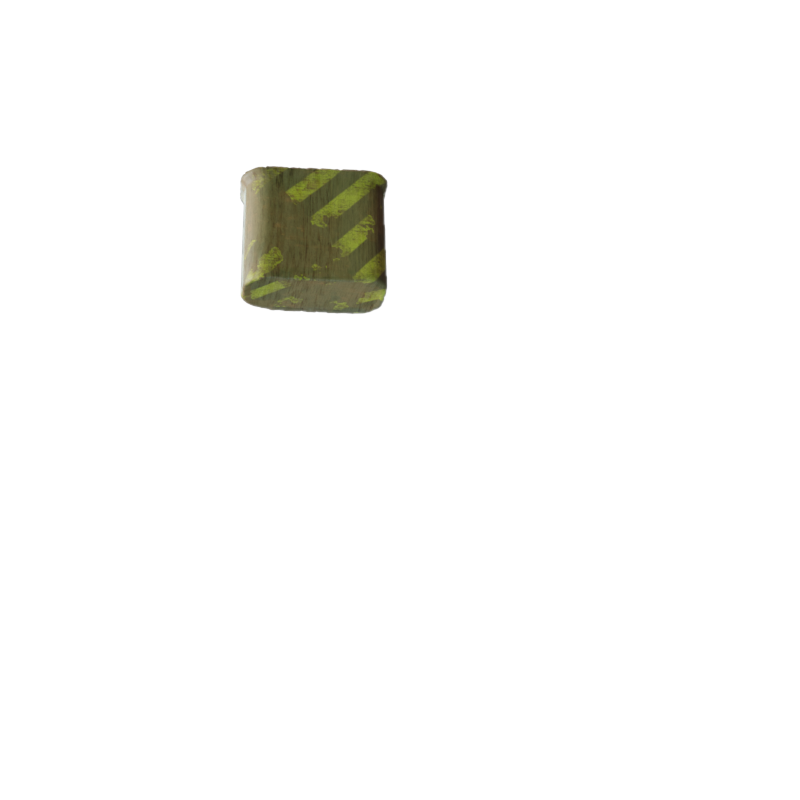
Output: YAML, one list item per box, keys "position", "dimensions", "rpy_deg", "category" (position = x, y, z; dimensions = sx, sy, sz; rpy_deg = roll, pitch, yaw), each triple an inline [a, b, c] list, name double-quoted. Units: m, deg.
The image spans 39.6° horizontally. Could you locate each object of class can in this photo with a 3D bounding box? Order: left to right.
- position: [-0.059, -0.108, 0.755]
  dimensions: [0.101, 0.089, 0.055]
  rpy_deg: [2, -26, -6]
  category: "can"
